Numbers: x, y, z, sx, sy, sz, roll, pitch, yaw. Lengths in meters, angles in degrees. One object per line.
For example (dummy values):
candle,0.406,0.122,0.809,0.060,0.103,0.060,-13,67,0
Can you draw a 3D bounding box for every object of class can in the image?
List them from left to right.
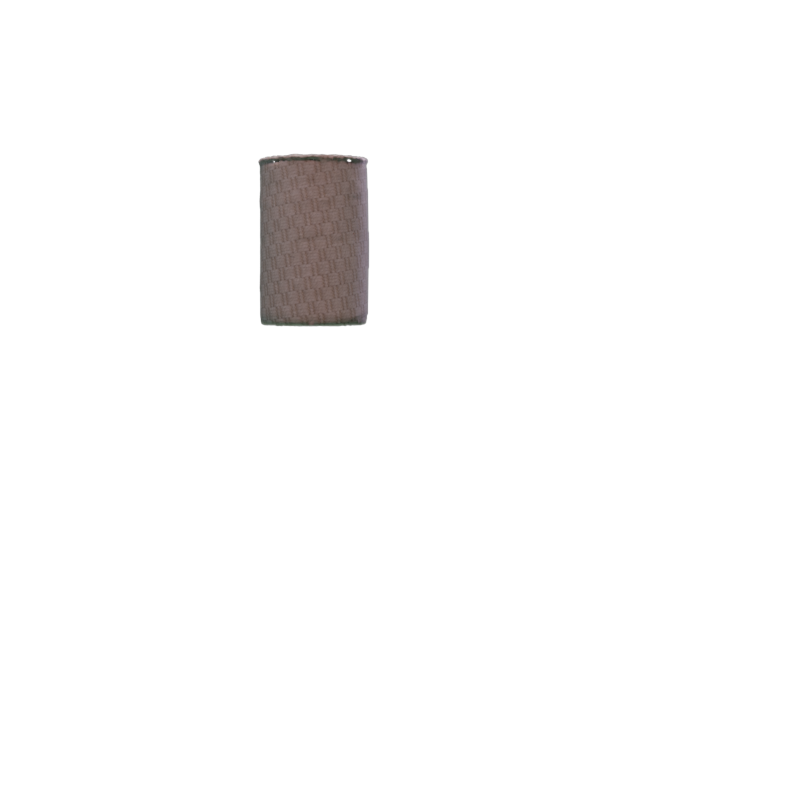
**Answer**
can,-0.054,-0.098,0.685,0.068,0.102,0.069,0,1,-2
